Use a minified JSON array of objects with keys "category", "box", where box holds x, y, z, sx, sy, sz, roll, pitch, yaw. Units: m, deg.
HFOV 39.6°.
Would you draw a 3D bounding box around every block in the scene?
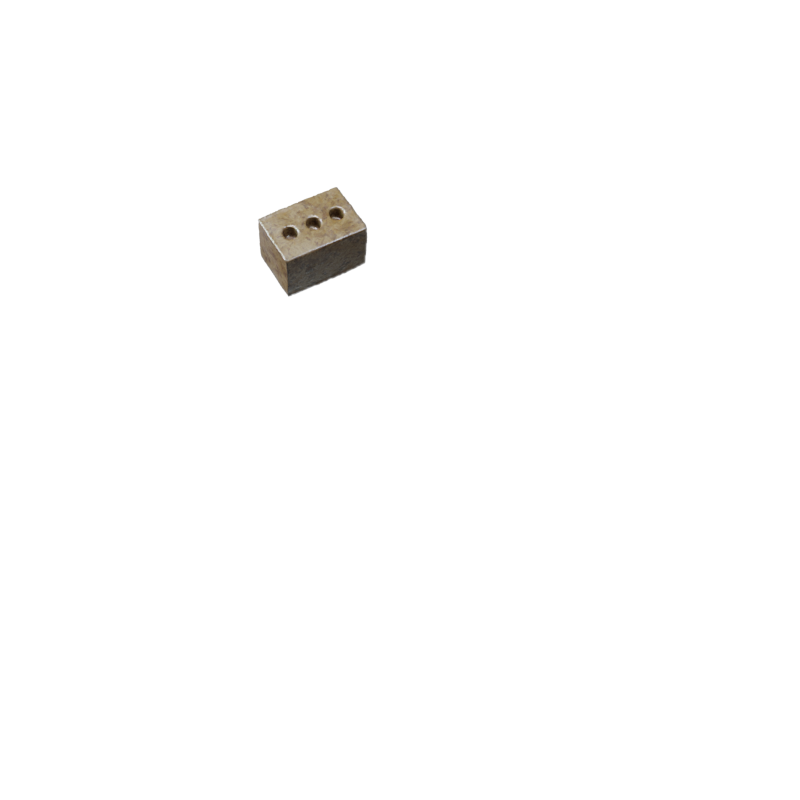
[{"category":"block","box":[-0.073,-0.133,0.932,0.078,0.057,0.048,-26,-30,-18]}]
